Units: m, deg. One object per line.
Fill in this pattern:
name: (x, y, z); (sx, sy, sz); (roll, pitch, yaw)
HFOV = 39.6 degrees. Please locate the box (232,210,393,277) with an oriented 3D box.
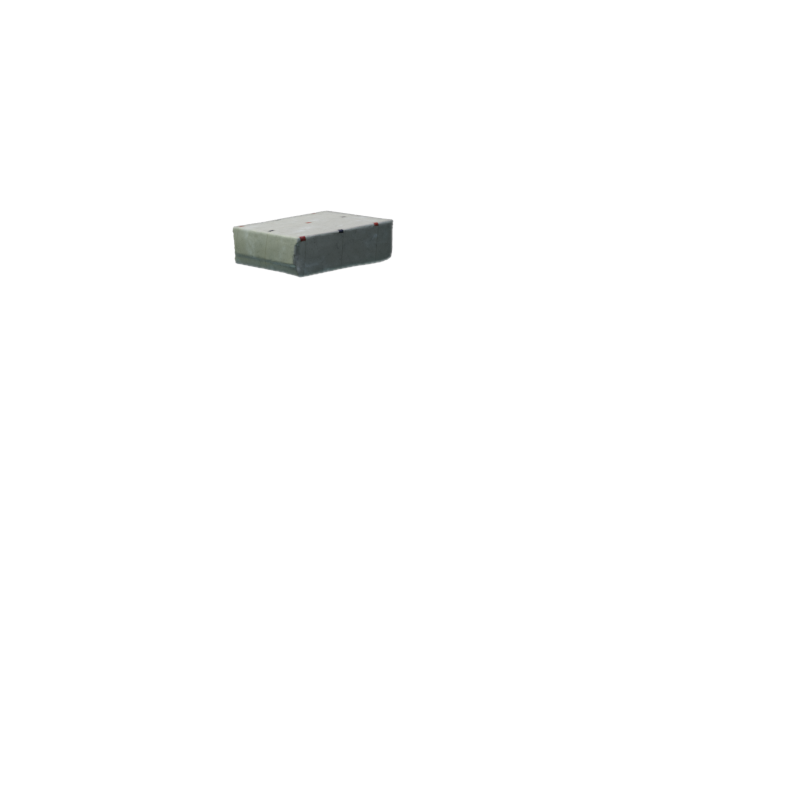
box: (-0.076, -0.138, 0.968); (0.111, 0.038, 0.095); (-15, 22, -41)
